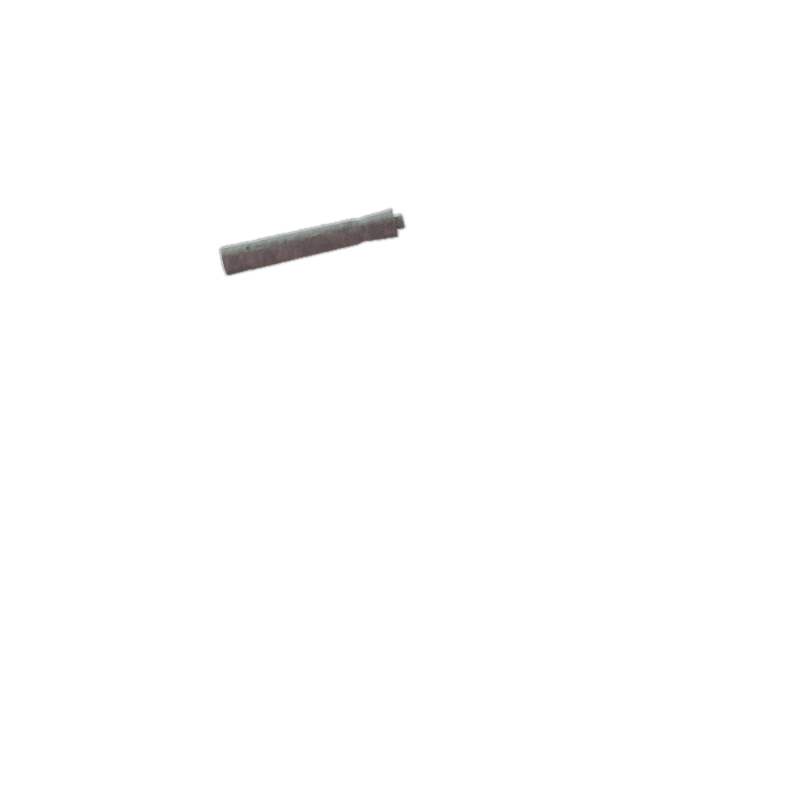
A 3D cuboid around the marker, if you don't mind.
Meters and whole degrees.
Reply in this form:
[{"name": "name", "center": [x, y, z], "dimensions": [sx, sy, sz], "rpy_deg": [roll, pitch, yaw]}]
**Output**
[{"name": "marker", "center": [-0.057, -0.104, 0.726], "dimensions": [0.121, 0.020, 0.020], "rpy_deg": [-13, 4, 2]}]
